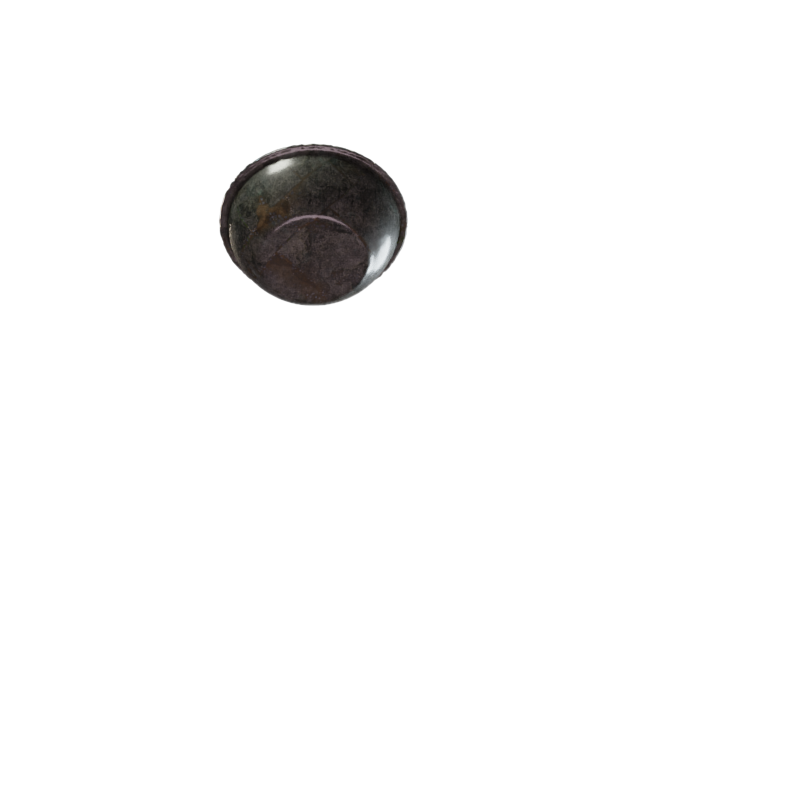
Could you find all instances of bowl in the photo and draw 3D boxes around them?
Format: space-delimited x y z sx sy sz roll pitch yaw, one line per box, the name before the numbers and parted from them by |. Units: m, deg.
bowl | -0.073 -0.133 0.931 0.162 0.151 0.059 1 38 -1
